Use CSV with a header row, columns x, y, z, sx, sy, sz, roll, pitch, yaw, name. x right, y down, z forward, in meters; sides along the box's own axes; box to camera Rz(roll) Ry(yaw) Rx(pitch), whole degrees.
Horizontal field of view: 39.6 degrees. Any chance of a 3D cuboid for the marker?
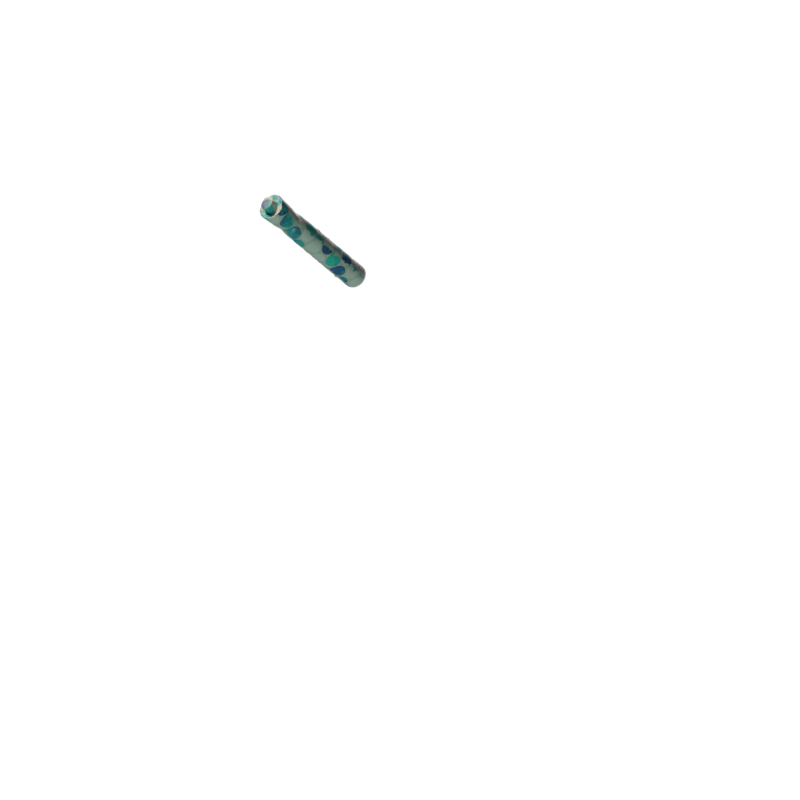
x,y,z,sx,sy,sz,roll,pitch,yaw,name
-0.063,-0.114,0.801,0.020,0.020,0.112,3,-20,35,marker
